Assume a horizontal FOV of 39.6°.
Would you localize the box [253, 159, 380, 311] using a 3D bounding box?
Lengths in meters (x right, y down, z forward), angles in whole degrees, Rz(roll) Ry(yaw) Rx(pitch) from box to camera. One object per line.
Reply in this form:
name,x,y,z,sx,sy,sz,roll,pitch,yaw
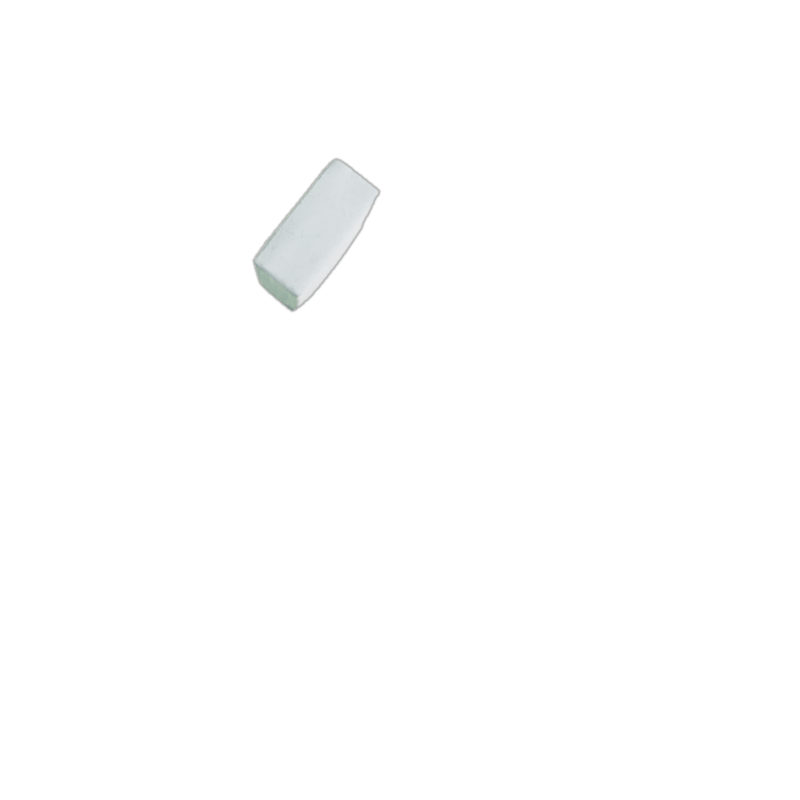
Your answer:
box,-0.064,-0.118,0.821,0.048,0.094,0.174,38,-4,-3
